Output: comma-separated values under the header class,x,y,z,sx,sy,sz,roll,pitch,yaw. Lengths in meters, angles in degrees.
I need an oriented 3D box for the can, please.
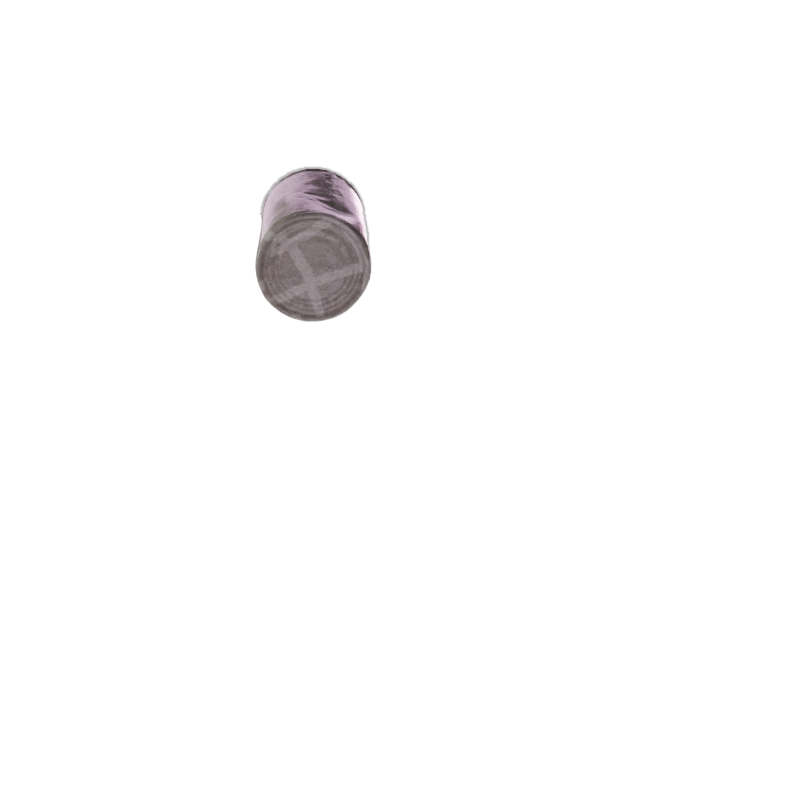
class,x,y,z,sx,sy,sz,roll,pitch,yaw
can,-0.053,-0.097,0.678,0.068,0.065,0.107,0,23,-3
